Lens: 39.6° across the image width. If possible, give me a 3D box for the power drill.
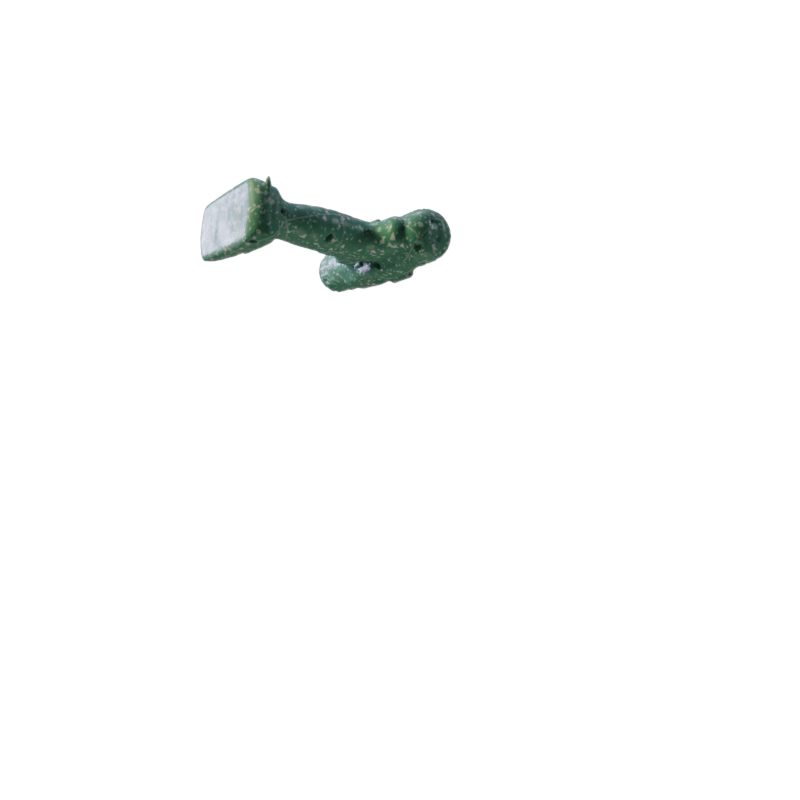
[{"bbox_3d":[-0.076,-0.140,0.977,0.180,0.059,0.186,6,-12,-31],"label":"power drill"}]
